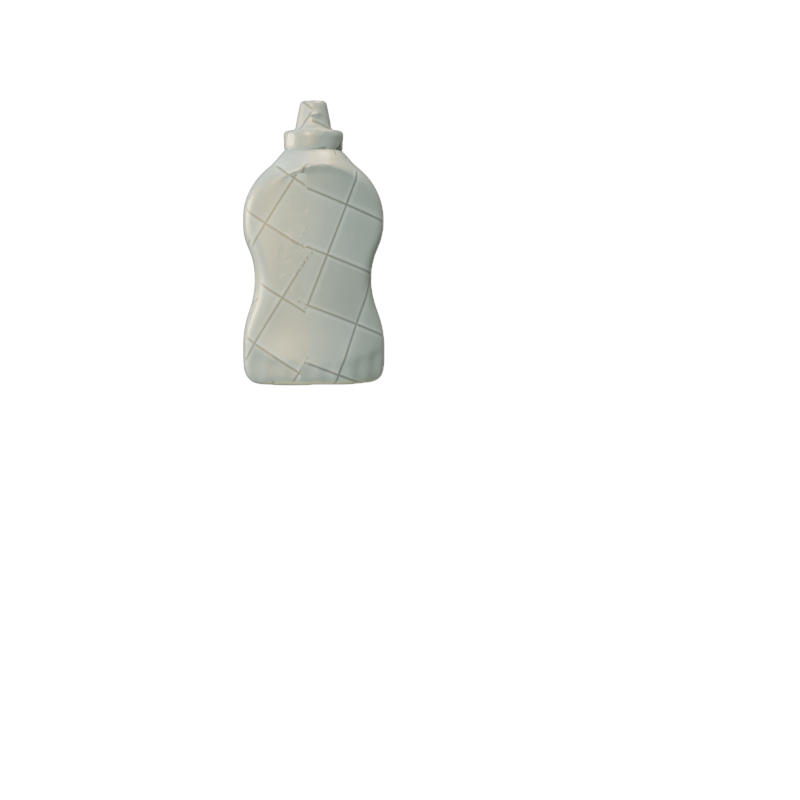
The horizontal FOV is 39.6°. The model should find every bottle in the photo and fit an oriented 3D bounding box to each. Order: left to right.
[{"bbox_3d":[-0.059,-0.109,0.760,0.095,0.191,0.059,0,1,-6],"label":"bottle"}]
